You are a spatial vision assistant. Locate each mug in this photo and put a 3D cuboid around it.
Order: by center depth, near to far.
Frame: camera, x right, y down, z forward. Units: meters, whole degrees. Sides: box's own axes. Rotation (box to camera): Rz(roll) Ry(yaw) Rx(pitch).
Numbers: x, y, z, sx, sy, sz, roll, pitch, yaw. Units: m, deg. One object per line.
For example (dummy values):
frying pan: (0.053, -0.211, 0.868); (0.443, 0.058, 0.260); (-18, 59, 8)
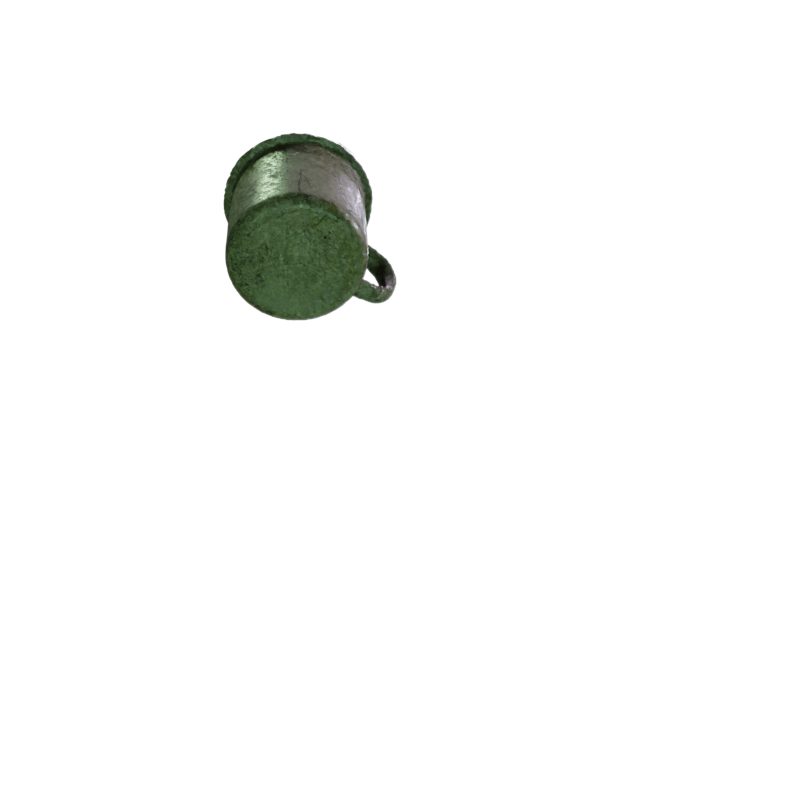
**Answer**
mug: (-0.052, -0.094, 0.661); (0.112, 0.091, 0.087); (34, 24, -19)
